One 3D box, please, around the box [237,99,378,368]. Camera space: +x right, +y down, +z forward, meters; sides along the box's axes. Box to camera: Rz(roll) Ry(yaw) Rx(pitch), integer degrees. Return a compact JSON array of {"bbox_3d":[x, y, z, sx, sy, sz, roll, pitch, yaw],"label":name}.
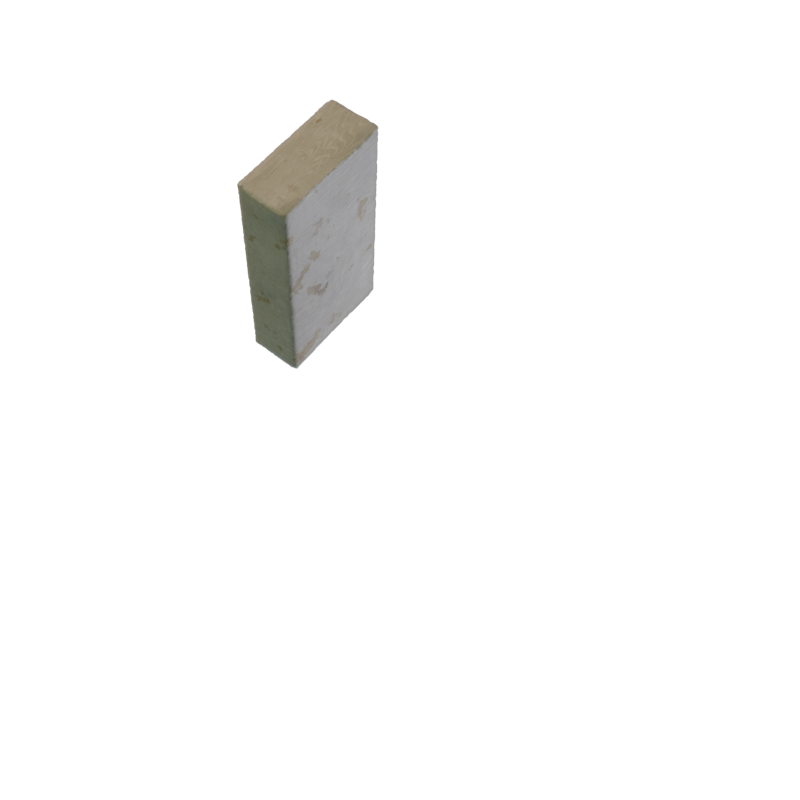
[{"bbox_3d":[-0.058,-0.105,0.737,0.050,0.095,0.165,34,-26,15],"label":"box"}]
